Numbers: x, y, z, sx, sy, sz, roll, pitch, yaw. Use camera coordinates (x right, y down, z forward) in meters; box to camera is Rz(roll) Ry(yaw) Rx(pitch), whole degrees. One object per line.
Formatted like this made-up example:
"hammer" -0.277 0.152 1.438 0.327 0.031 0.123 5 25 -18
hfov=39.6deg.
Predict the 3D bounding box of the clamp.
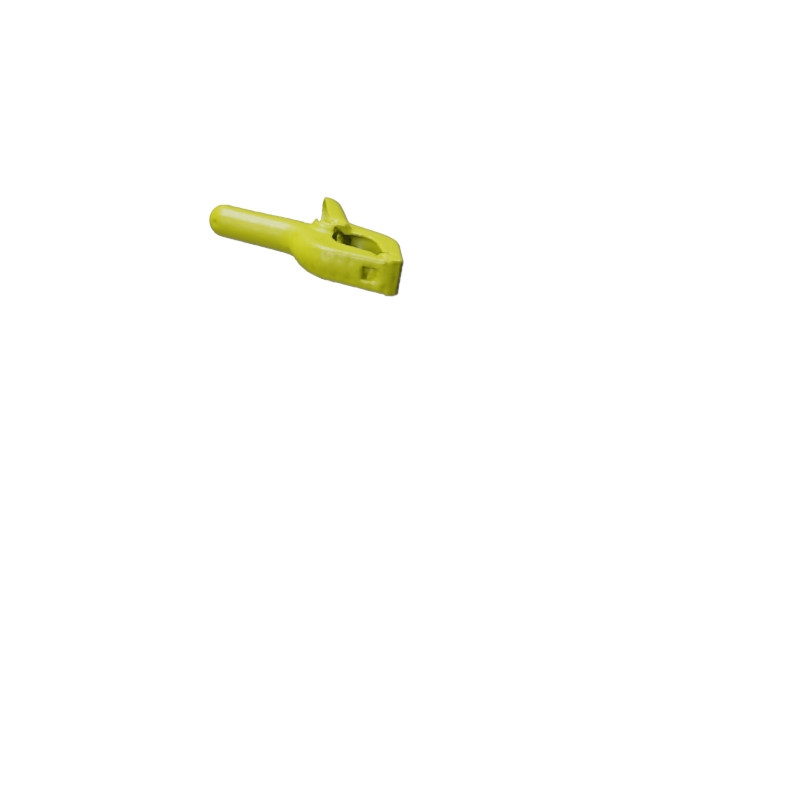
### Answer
"clamp" -0.065 -0.119 0.832 0.118 0.037 0.183 -12 27 -26
